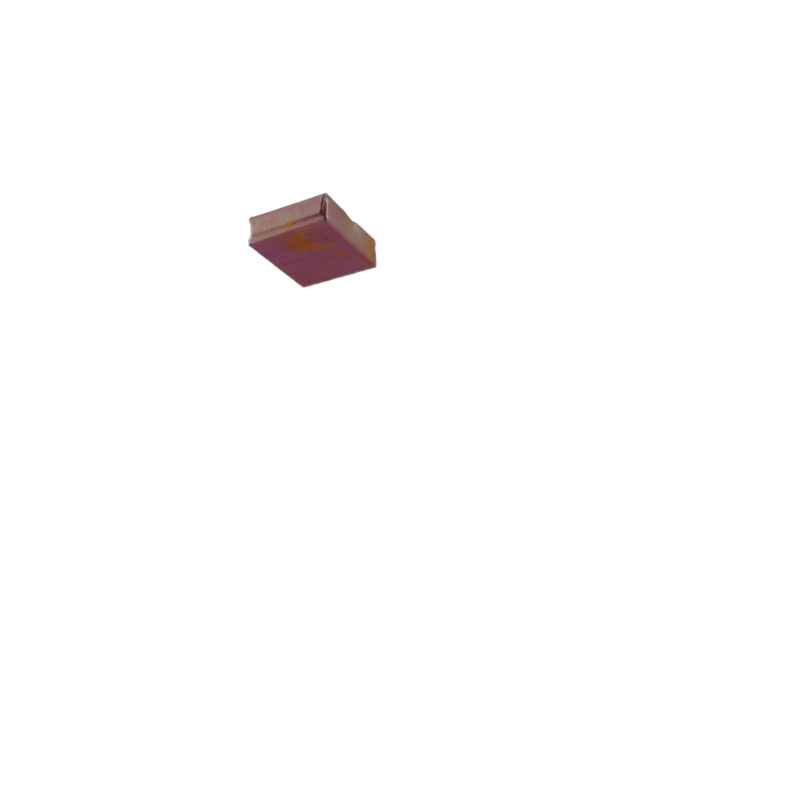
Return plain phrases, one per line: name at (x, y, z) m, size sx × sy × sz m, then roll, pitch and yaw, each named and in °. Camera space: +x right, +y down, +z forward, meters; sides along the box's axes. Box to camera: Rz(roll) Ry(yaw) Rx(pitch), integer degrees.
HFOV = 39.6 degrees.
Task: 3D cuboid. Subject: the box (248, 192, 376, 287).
box at (-0.072, -0.130, 0.914) m, size 0.074 × 0.032 × 0.083 m, roll -14°, pitch -29°, yaw 26°
